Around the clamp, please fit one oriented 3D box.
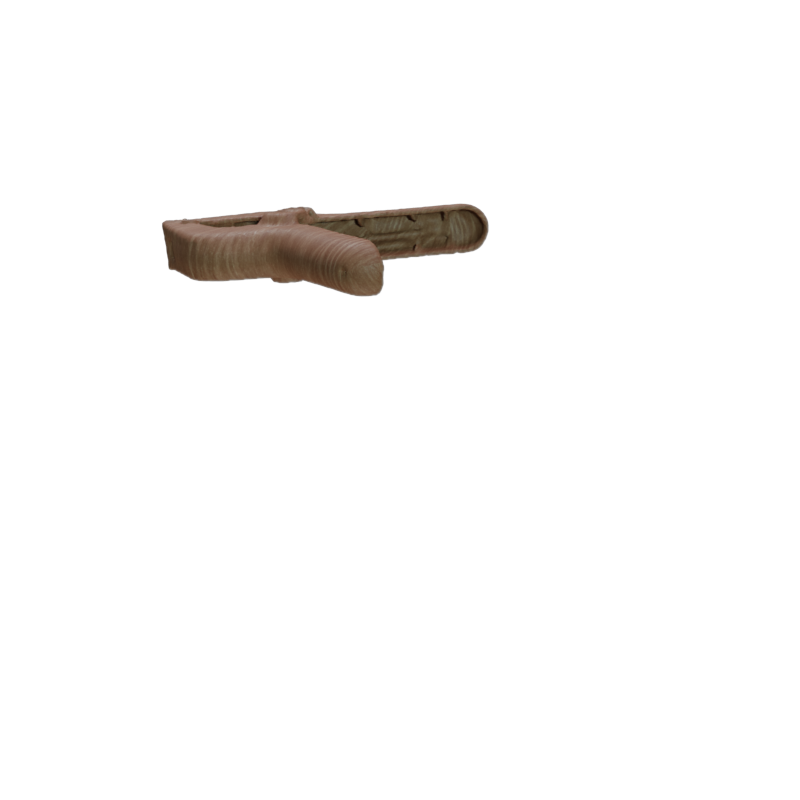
[{"bbox_3d":[-0.044,-0.081,0.565,0.180,0.038,0.117,12,18,39],"label":"clamp"}]
